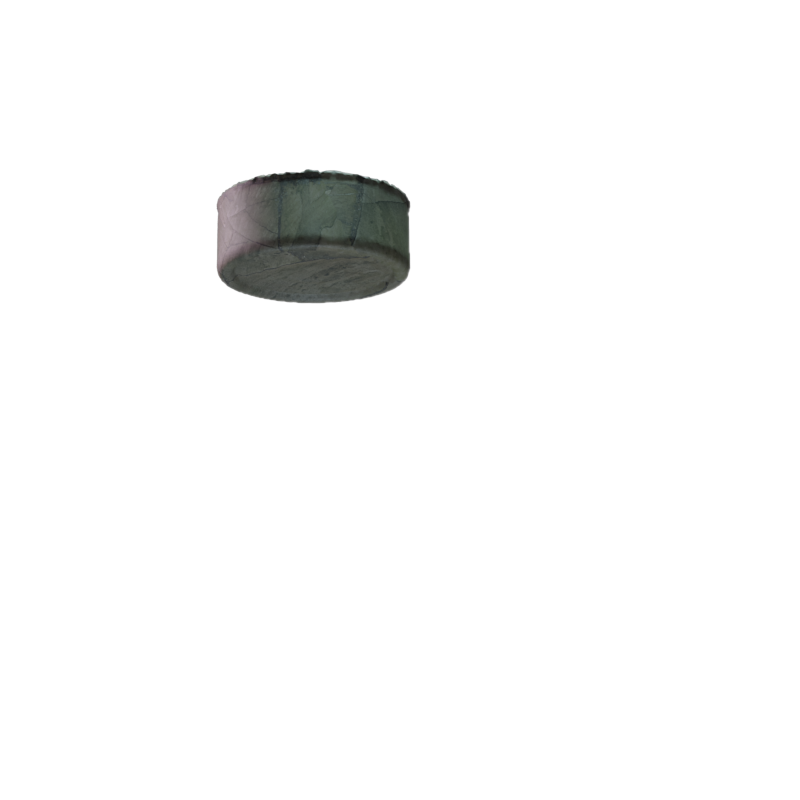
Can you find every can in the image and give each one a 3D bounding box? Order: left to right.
[{"bbox_3d":[-0.038,-0.070,0.487,0.086,0.035,0.083,0,-13,-2],"label":"can"}]
